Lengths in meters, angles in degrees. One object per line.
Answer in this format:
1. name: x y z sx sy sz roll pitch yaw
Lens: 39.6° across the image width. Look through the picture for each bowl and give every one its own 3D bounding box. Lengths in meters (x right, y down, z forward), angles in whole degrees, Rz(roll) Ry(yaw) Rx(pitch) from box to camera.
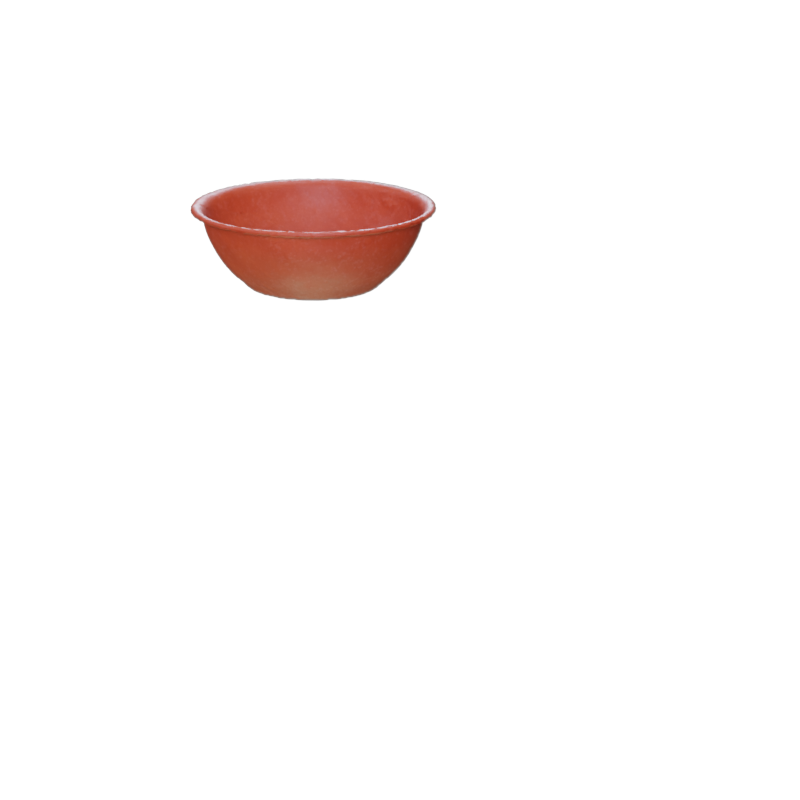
1. bowl: -0.058 -0.106 0.739 0.162 0.053 0.169 -1 21 -2
